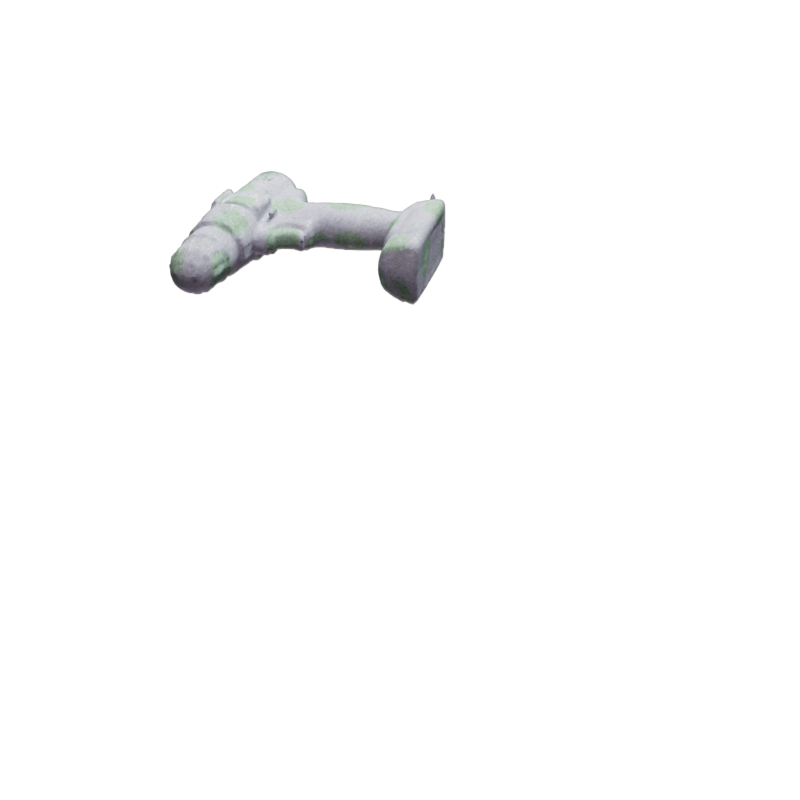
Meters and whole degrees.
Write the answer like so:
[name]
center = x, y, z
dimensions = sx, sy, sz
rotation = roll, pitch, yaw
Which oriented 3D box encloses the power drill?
[power drill]
center = -0.068, -0.125, 0.872
dimensions = 0.193, 0.054, 0.191
rotation = 11, 34, 16
